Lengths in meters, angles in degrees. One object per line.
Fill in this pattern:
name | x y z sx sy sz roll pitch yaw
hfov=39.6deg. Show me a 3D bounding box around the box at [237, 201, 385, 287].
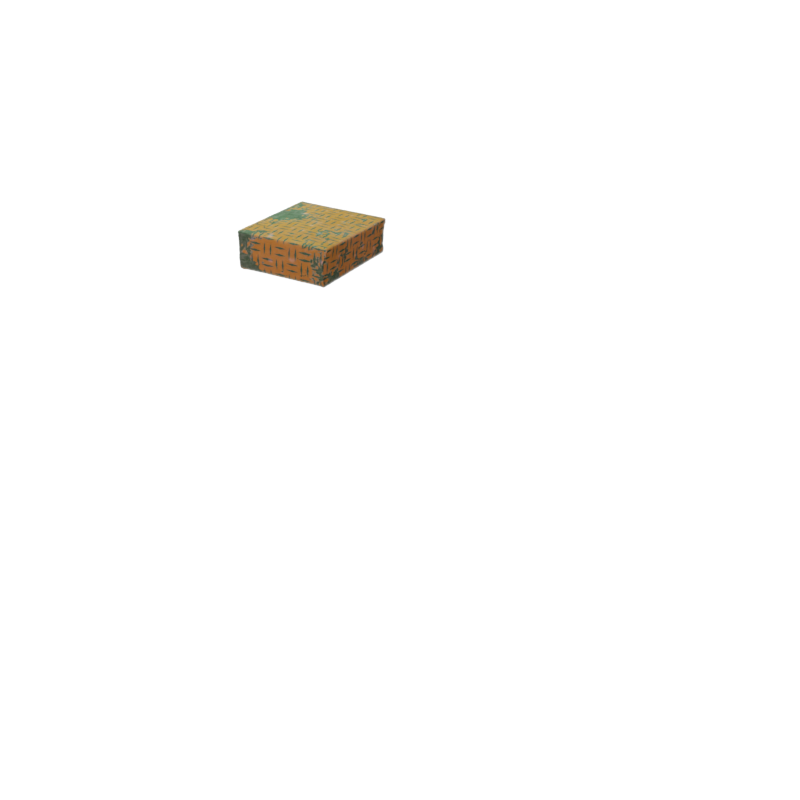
box | -0.077 -0.141 0.988 0.094 0.037 0.115 13 29 24
